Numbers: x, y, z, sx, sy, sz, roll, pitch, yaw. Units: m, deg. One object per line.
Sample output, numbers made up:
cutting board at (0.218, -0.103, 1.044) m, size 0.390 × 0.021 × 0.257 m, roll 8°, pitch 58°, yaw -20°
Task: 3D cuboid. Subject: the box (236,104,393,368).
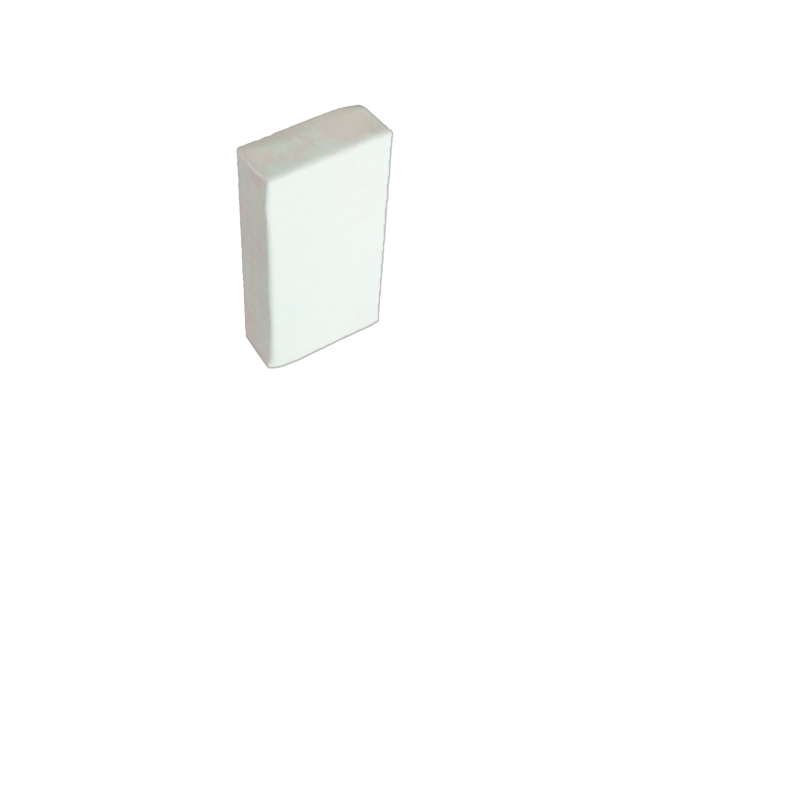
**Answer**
box at (-0.057, -0.105, 0.732) m, size 0.093 × 0.164 × 0.052 m, roll -25°, pitch 53°, yaw -25°
